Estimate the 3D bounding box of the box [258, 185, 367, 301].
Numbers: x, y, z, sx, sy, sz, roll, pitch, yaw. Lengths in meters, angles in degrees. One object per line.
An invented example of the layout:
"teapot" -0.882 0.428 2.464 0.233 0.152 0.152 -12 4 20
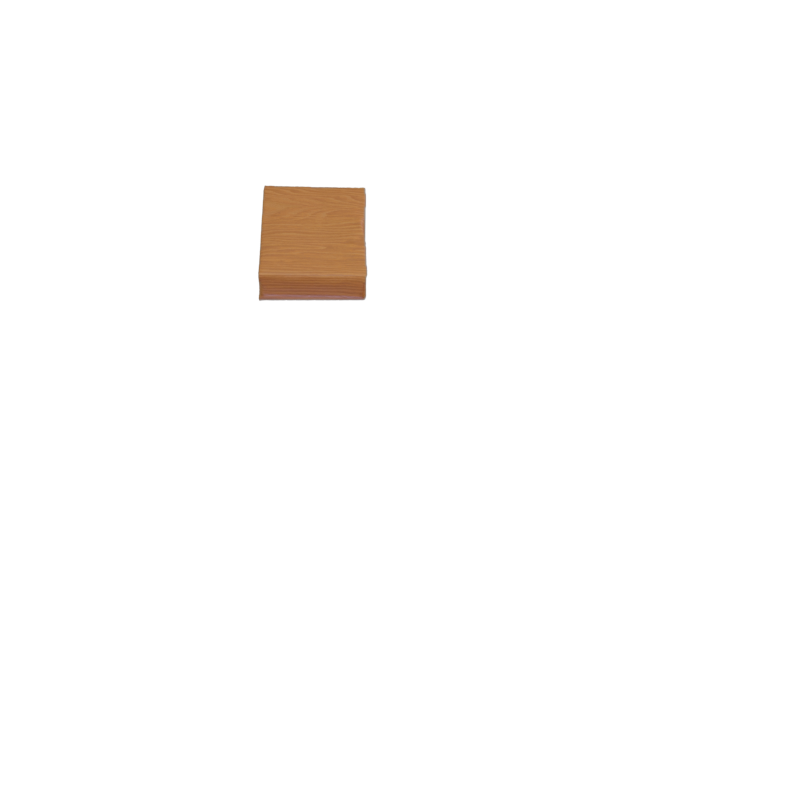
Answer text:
"box" -0.060 -0.109 0.766 0.073 0.096 0.028 0 -41 -1
